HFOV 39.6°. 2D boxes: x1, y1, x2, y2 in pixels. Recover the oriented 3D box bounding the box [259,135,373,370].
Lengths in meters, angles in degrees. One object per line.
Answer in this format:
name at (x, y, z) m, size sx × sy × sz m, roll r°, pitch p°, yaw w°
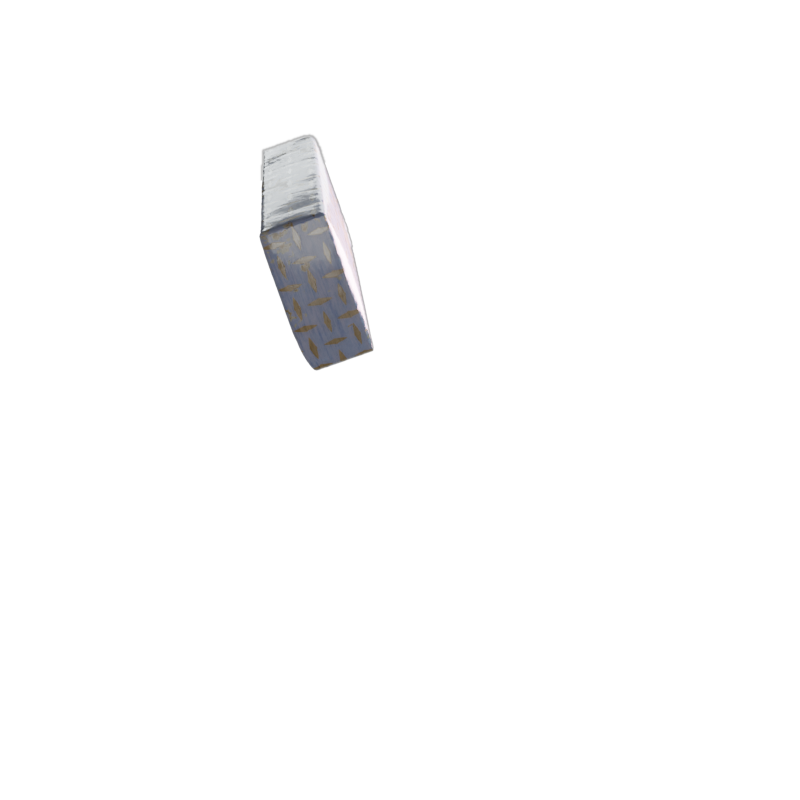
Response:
box at (-0.055, -0.101, 0.708) m, size 0.048 × 0.088 × 0.186 m, roll -17°, pitch 27°, yaw 5°
